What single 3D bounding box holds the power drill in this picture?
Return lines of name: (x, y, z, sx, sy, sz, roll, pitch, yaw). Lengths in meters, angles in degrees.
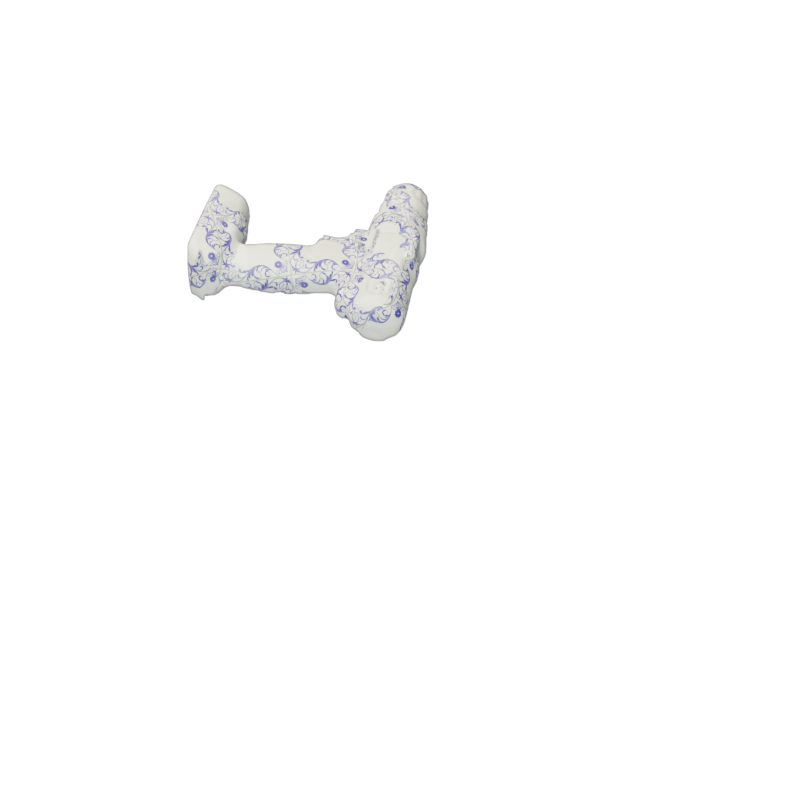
power drill: (-0.073, -0.132, 0.926, 0.190, 0.054, 0.195, 7, 41, 8)
